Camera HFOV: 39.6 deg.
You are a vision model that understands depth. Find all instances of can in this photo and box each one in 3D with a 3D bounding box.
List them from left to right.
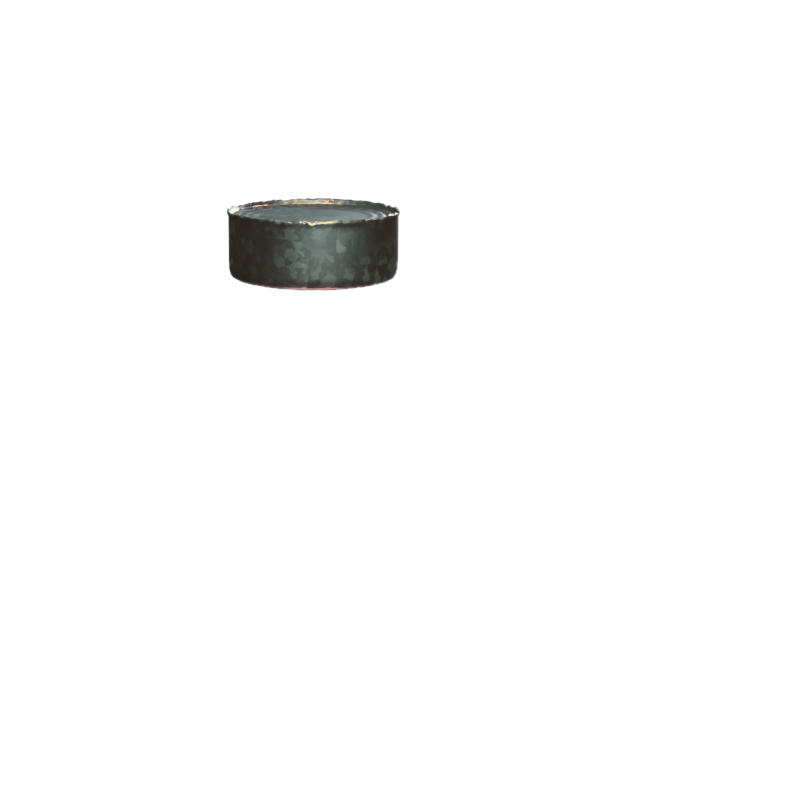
[{"bbox_3d":[-0.043,-0.079,0.552,0.086,0.033,0.089,0,16,-2],"label":"can"}]
